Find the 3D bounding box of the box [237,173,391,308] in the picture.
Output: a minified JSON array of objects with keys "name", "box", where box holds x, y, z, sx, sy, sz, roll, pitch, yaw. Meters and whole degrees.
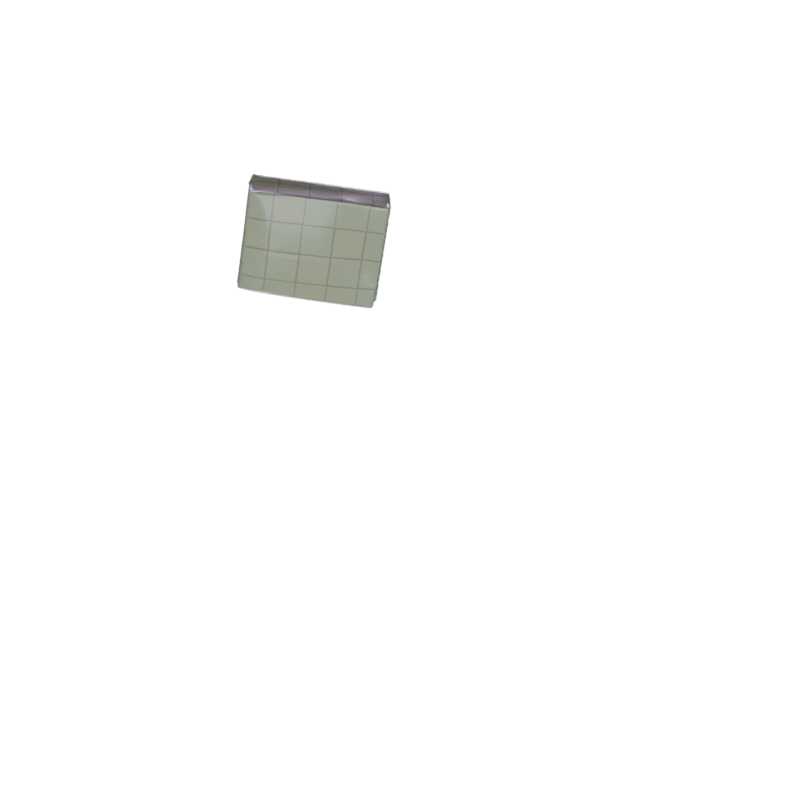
[{"name":"box","box":[-0.069,-0.126,0.880,0.113,0.086,0.041,7,26,-4]}]
